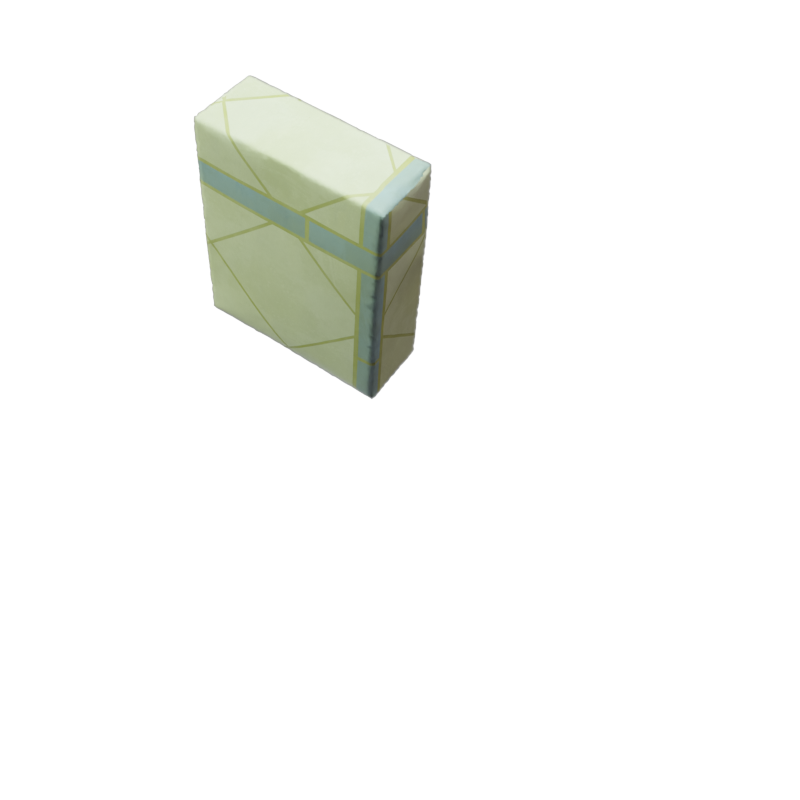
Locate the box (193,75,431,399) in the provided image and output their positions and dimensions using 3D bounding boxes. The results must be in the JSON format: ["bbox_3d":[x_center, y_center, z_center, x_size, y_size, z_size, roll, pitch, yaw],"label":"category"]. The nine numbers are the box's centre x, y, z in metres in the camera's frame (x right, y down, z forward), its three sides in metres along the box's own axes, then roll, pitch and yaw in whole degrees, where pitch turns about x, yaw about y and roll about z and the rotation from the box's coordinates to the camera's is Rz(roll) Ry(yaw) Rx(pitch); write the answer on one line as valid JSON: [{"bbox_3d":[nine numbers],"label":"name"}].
[{"bbox_3d":[-0.066,-0.120,0.838,0.172,0.199,0.073,31,56,20],"label":"box"}]
